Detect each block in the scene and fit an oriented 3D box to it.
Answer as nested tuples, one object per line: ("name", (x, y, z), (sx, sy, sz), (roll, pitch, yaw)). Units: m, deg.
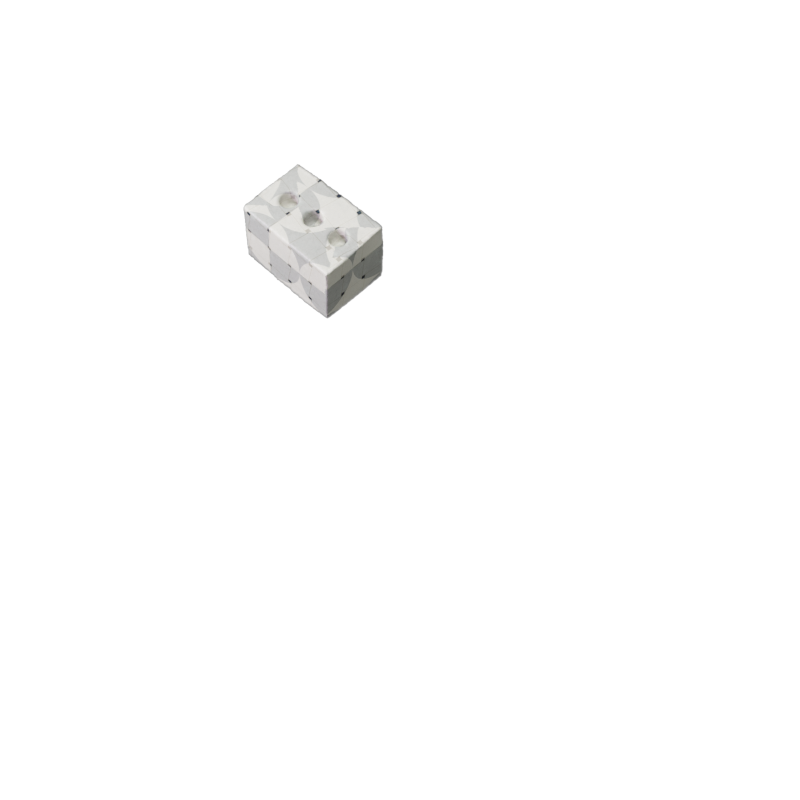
("block", (-0.056, -0.103, 0.718), (0.082, 0.053, 0.048), (38, -27, 22))
